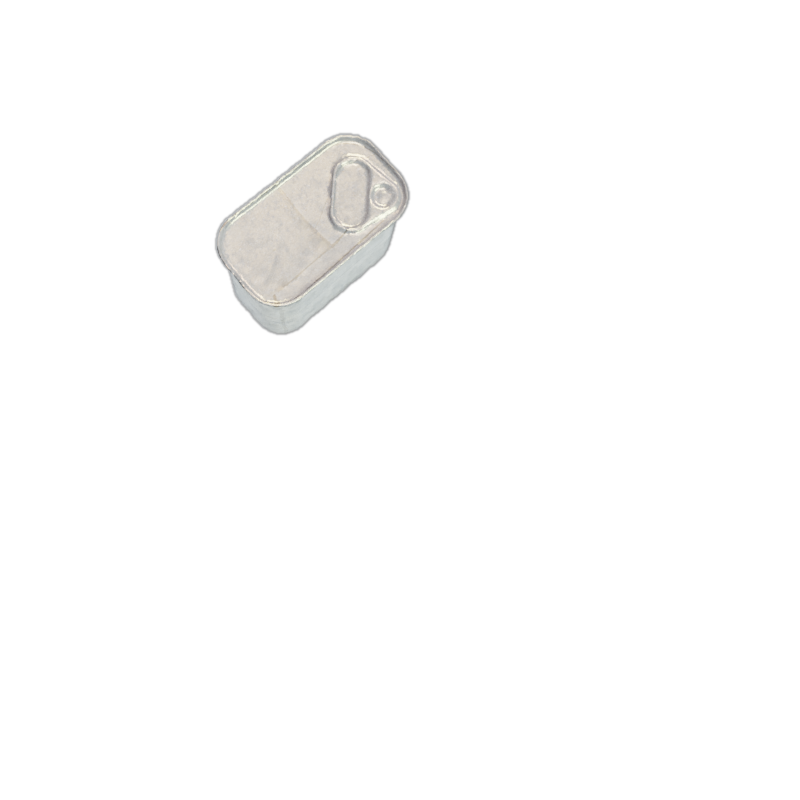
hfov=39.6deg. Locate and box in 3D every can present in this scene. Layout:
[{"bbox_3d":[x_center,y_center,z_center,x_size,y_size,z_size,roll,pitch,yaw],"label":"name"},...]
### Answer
[{"bbox_3d":[-0.048,-0.087,0.609,0.102,0.059,0.081,-40,-7,-10],"label":"can"}]
